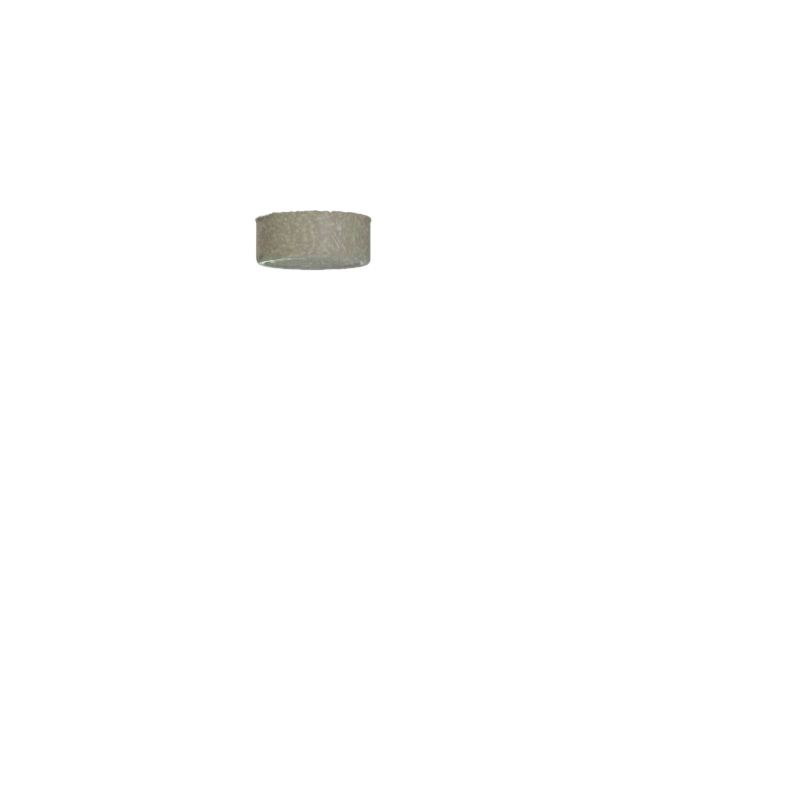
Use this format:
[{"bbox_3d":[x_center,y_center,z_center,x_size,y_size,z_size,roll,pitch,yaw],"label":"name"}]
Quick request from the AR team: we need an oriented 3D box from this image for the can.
[{"bbox_3d":[-0.064,-0.116,0.814,0.086,0.034,0.085,0,-1,-2],"label":"can"}]
